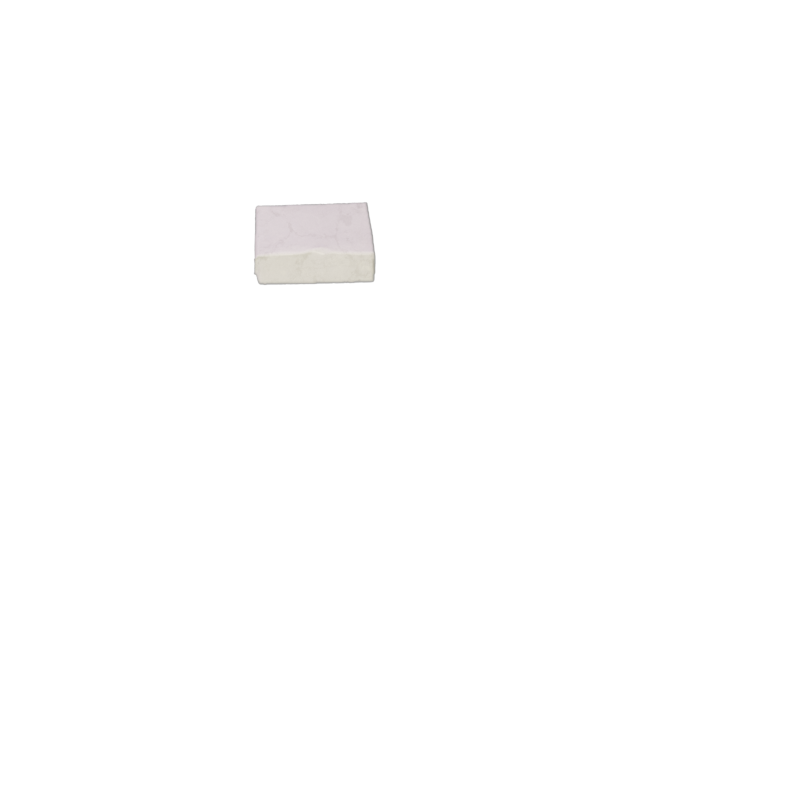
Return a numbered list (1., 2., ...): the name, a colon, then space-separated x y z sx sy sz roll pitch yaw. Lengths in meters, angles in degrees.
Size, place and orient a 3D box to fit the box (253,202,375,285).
1. box: -0.066 -0.120 0.837 0.089 0.028 0.078 -2 37 -3
